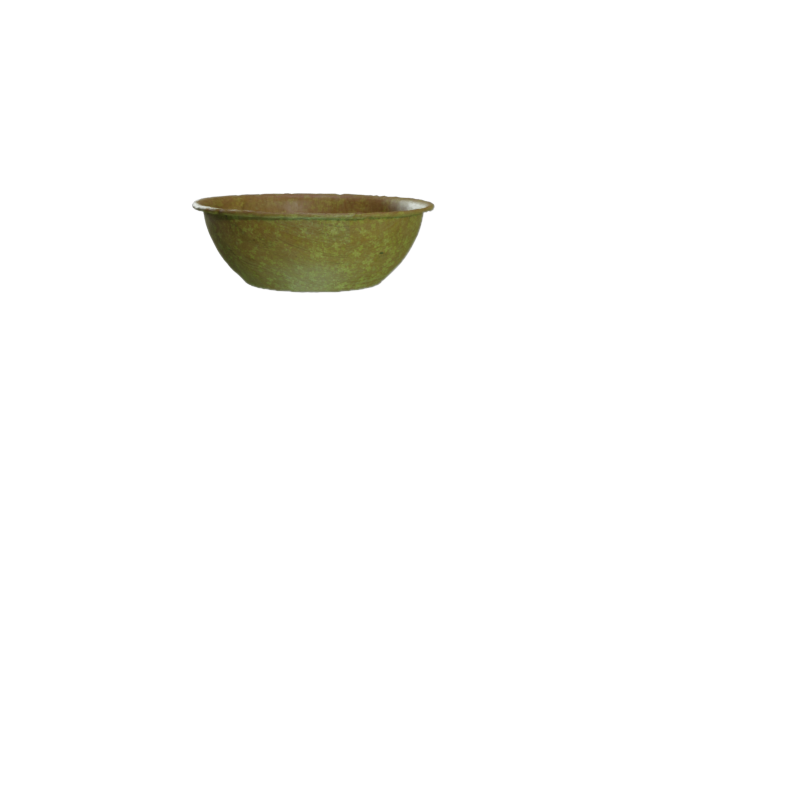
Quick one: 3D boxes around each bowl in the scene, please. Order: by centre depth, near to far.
[{"bbox_3d":[-0.058,-0.106,0.741,0.162,0.054,0.166,0,14,-2],"label":"bowl"}]
